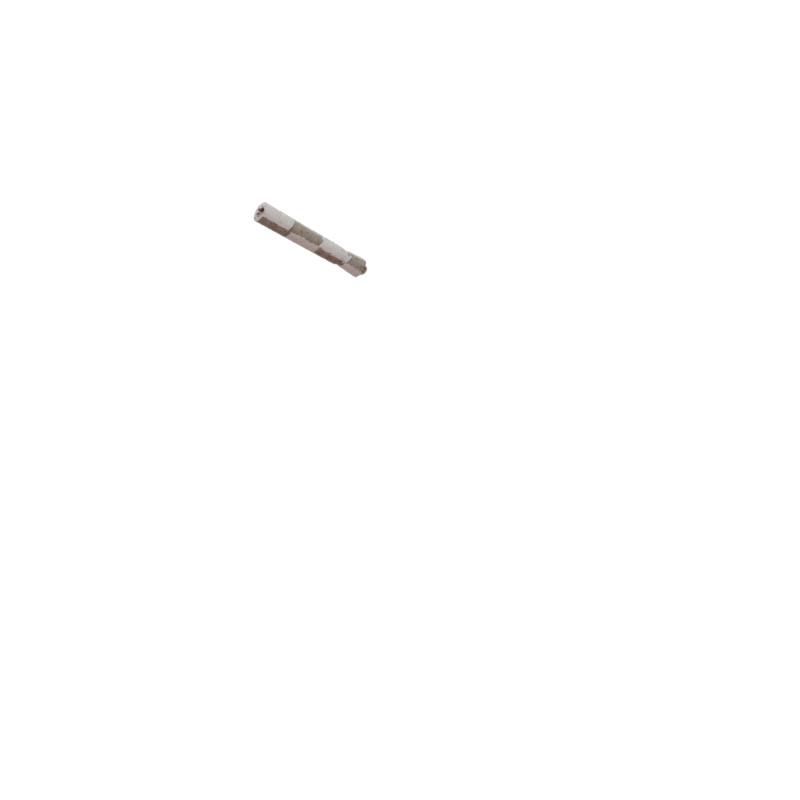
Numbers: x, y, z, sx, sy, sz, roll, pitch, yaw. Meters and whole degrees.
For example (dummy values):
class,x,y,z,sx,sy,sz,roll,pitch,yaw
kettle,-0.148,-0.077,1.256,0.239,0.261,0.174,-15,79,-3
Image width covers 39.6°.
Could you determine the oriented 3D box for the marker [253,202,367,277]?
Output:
class,x,y,z,sx,sy,sz,roll,pitch,yaw
marker,-0.078,-0.142,0.995,0.114,0.020,0.020,27,-11,-29
